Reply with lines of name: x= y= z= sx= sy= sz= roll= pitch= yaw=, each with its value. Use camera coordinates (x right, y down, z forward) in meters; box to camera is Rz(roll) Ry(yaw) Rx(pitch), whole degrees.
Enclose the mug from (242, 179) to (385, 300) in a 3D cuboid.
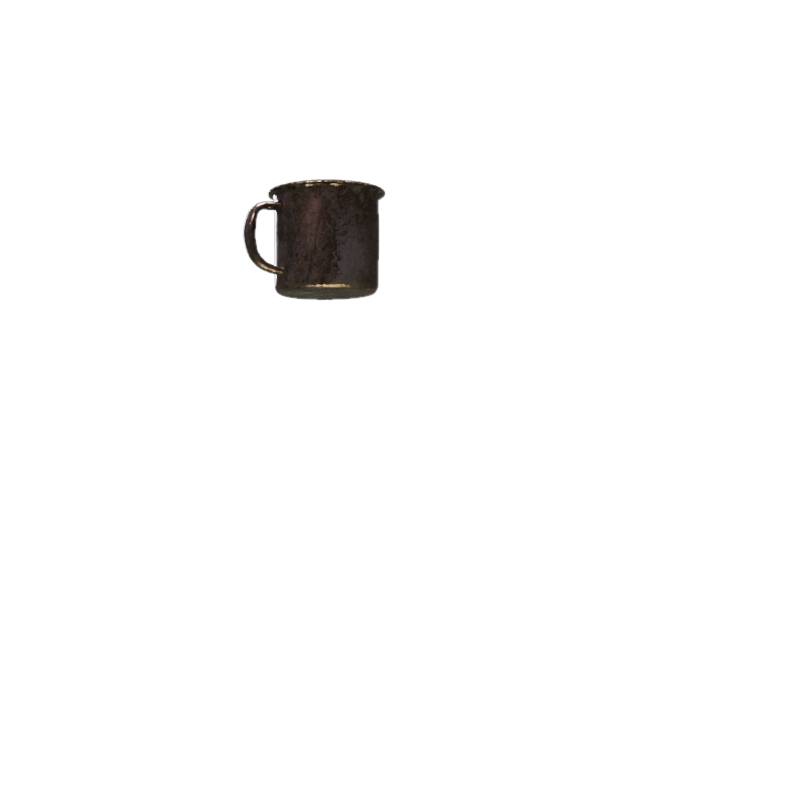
mug: x=-0.068 y=-0.123 z=0.864 sx=0.112 sy=0.083 sz=0.095 roll=3 pitch=-7 yaw=-33
